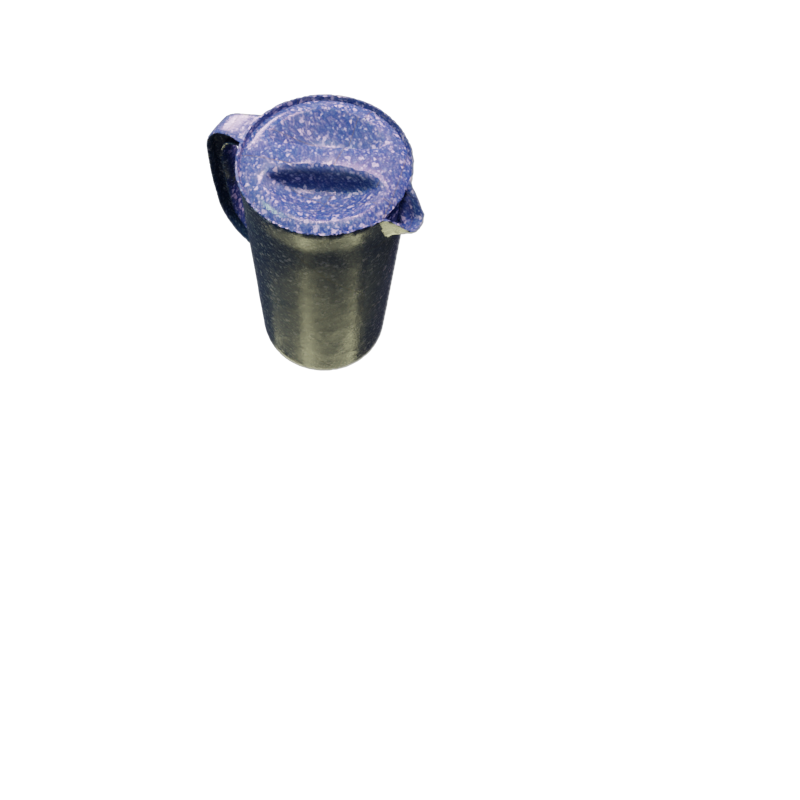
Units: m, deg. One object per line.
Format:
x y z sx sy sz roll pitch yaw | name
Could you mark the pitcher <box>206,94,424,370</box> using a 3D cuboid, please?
-0.072 -0.131 0.915 0.144 0.160 0.228 -11 -28 -10 | pitcher
